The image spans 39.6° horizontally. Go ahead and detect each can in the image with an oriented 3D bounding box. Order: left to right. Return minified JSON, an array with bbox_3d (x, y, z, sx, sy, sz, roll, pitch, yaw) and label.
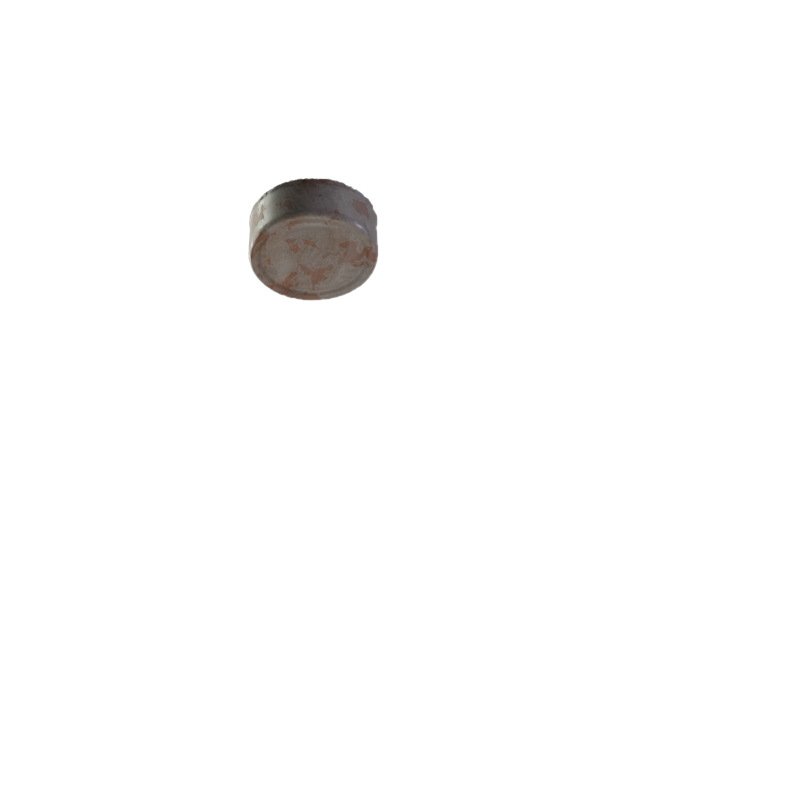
[{"bbox_3d":[-0.057,-0.104,0.729,0.086,0.036,0.080,1,-39,-2],"label":"can"}]
